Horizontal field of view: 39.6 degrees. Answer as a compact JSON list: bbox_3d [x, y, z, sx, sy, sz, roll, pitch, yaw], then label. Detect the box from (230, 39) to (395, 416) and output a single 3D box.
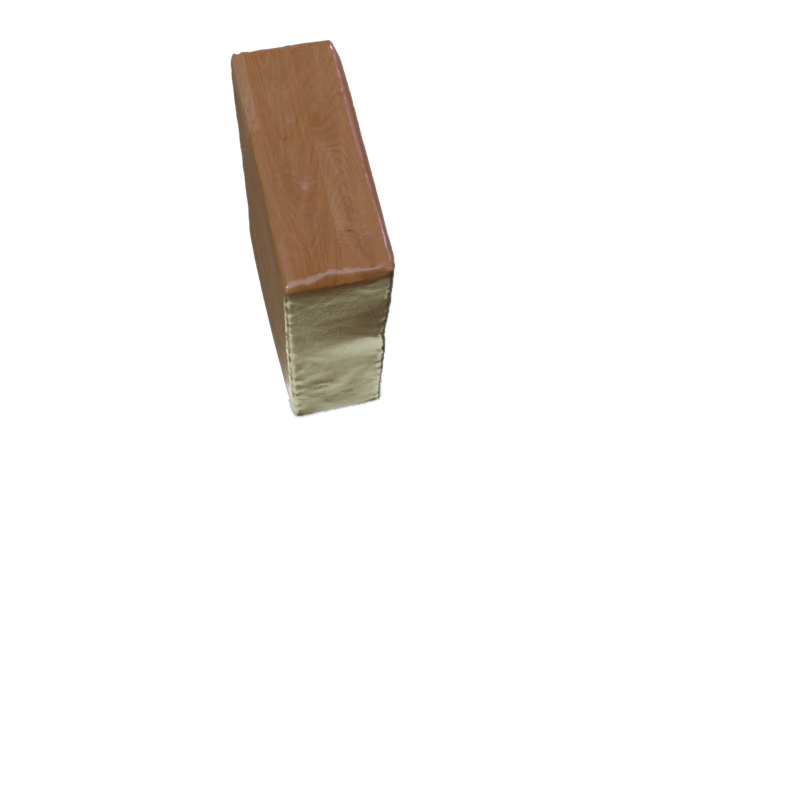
[{"bbox_3d":[-0.057,-0.103,0.722,0.071,0.174,0.203,-11,-22,-8],"label":"box"}]
